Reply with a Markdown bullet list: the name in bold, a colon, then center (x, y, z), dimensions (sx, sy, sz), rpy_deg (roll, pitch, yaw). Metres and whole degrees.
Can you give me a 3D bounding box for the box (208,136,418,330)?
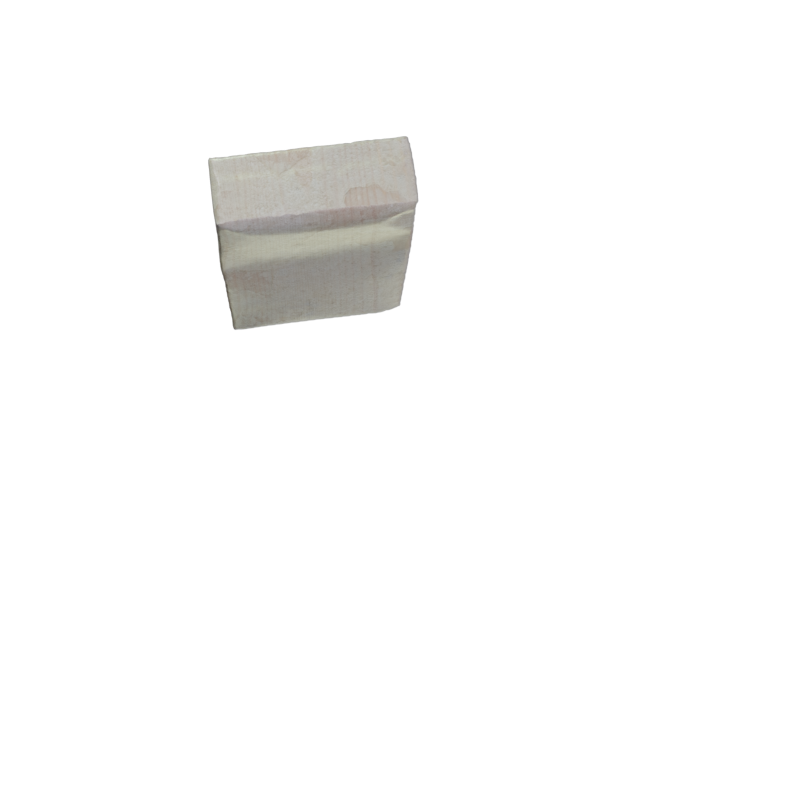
- **box**: center (-0.076, -0.138, 0.966), dimensions (0.163, 0.076, 0.203), rpy_deg (-7, -19, -6)
